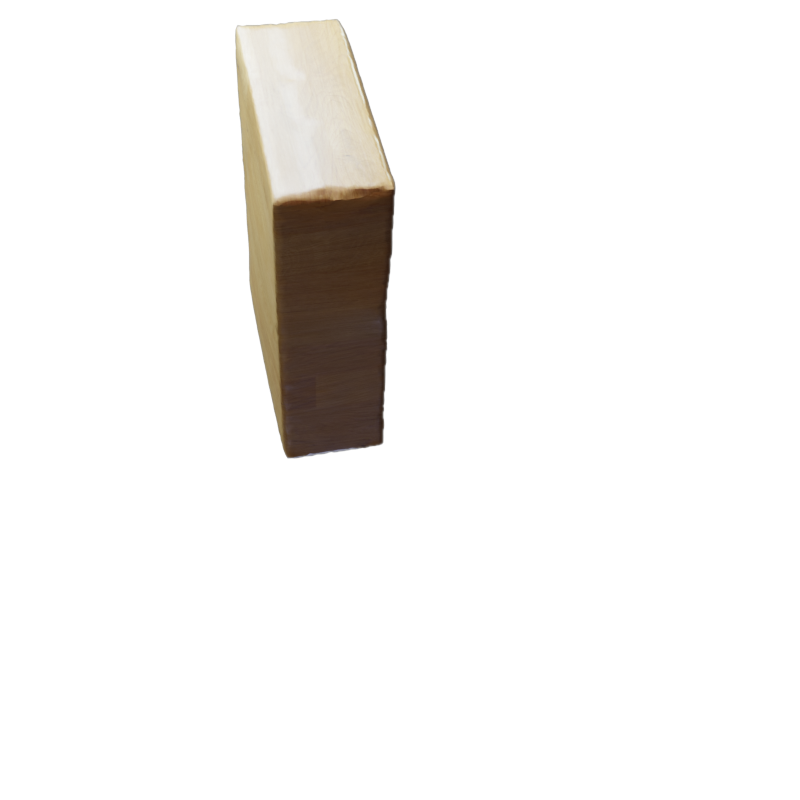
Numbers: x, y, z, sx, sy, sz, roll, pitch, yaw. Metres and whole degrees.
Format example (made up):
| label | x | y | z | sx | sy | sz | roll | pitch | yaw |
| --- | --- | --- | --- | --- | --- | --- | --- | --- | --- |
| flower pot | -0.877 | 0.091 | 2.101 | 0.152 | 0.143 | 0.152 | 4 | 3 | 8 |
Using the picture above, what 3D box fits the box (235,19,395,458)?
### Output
| label | x | y | z | sx | sy | sz | roll | pitch | yaw |
| --- | --- | --- | --- | --- | --- | --- | --- | --- | --- |
| box | -0.052 | -0.096 | 0.670 | 0.071 | 0.177 | 0.199 | -7 | -42 | -10 |
